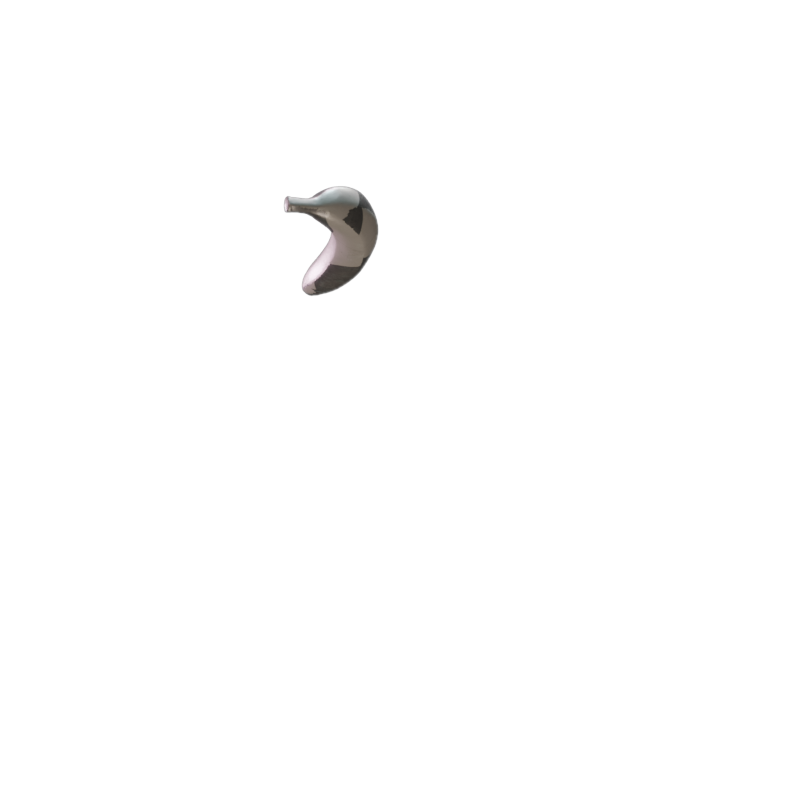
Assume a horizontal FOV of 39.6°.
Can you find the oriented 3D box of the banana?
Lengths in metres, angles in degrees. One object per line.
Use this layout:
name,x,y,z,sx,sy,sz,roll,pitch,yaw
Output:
banana,-0.052,-0.131,0.901,0.070,0.038,0.188,0,-17,0
